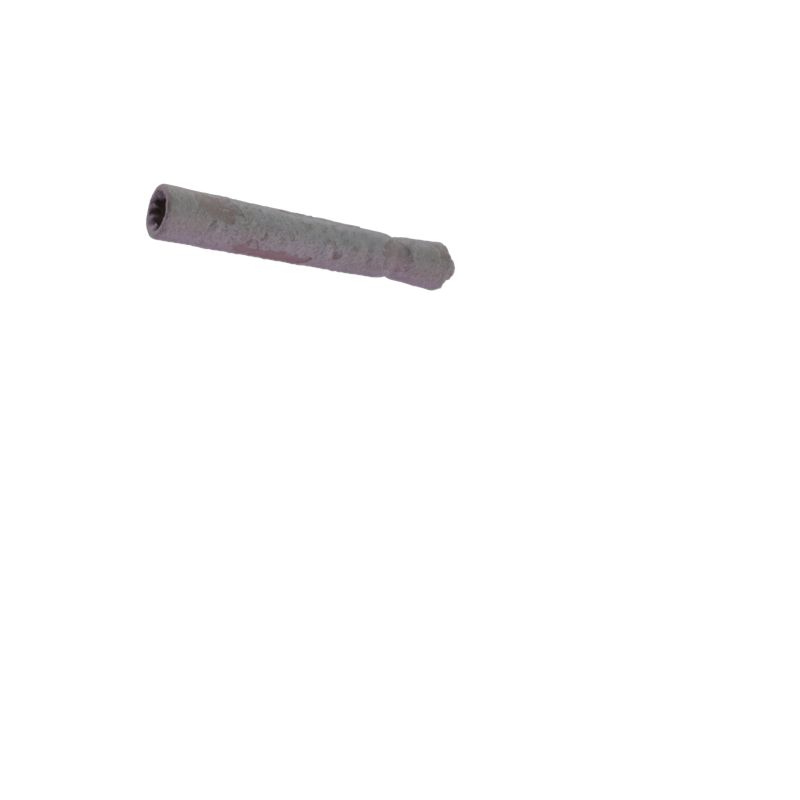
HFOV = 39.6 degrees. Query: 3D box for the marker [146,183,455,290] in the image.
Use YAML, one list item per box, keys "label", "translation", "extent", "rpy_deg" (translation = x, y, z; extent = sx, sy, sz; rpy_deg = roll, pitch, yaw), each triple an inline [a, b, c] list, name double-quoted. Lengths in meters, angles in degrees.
- label: "marker"
  translation: [-0.031, -0.056, 0.394]
  extent: [0.116, 0.020, 0.020]
  rpy_deg: [7, 0, -31]
